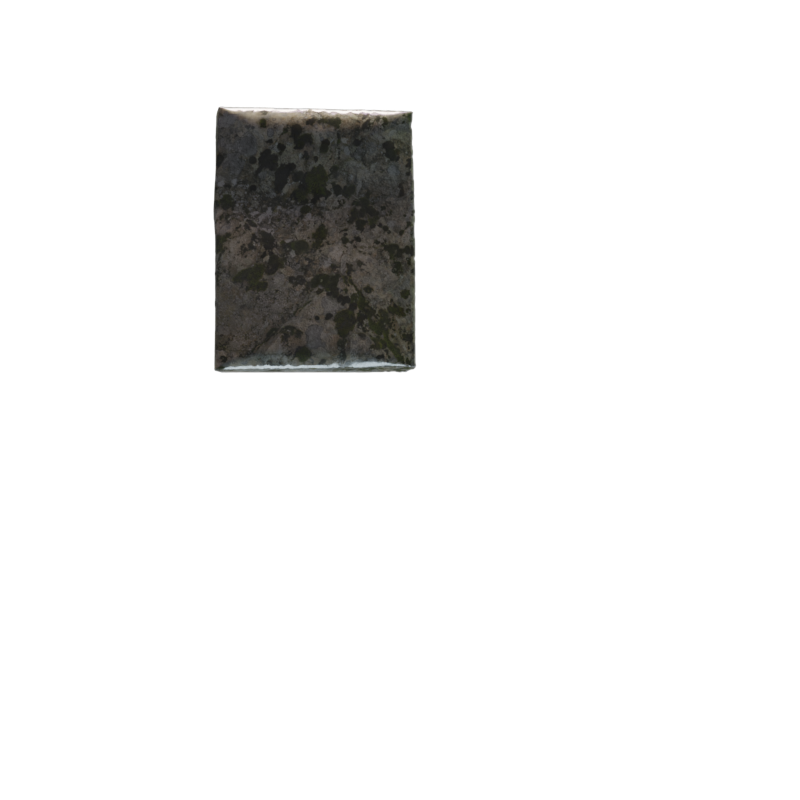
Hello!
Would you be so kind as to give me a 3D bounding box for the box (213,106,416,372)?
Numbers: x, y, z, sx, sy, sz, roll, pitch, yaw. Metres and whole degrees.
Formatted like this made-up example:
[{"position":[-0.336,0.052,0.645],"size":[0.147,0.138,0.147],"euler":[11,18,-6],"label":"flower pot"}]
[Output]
[{"position":[-0.071,-0.130,0.912],"size":[0.163,0.217,0.071],"euler":[0,-6,-6],"label":"box"}]
